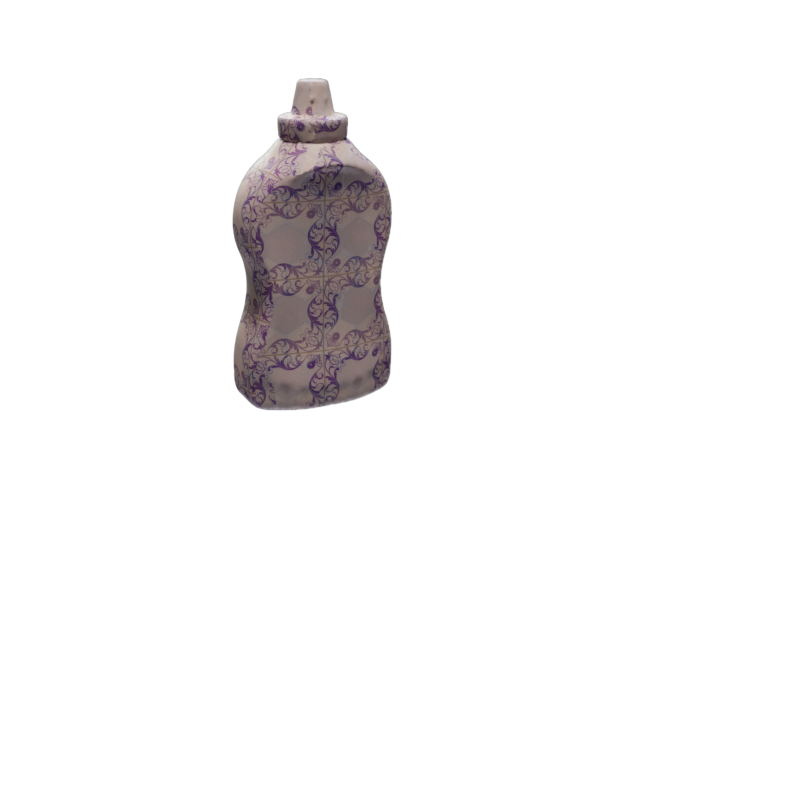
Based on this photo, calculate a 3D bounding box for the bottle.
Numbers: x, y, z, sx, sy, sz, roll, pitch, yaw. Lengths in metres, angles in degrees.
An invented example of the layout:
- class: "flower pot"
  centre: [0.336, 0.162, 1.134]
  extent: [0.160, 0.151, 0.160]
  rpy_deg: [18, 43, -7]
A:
- class: "bottle"
  centre: [-0.052, -0.094, 0.659]
  extent: [0.094, 0.185, 0.062]
  rpy_deg: [-7, 18, -24]
